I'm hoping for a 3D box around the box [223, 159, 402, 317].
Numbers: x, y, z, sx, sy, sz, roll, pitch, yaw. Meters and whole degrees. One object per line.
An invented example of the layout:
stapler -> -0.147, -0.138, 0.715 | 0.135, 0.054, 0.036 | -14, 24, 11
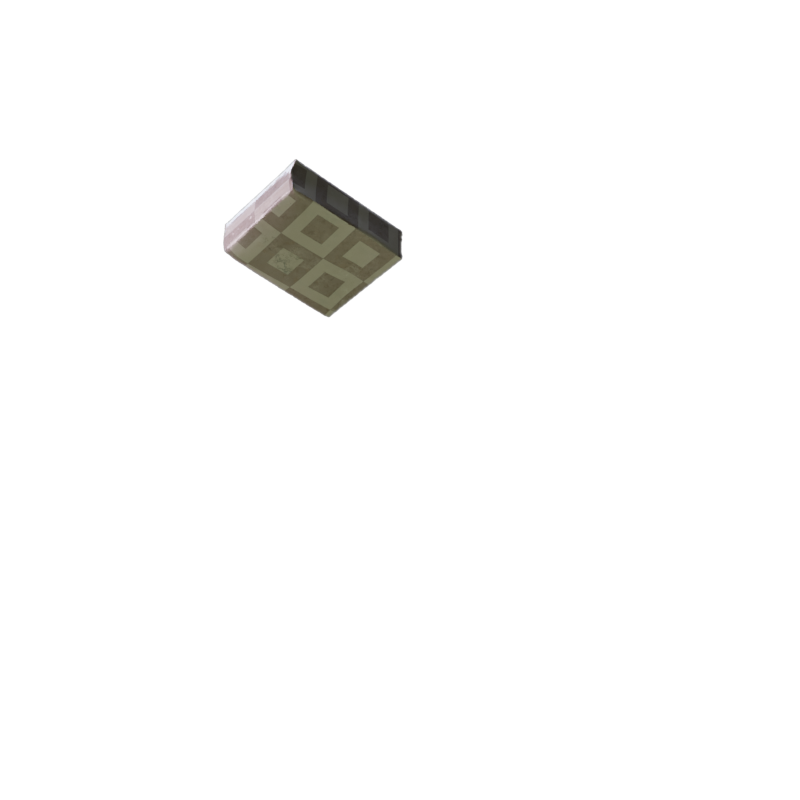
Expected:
box -> -0.068, -0.123, 0.863 | 0.107, 0.042, 0.089 | 31, -52, -29
